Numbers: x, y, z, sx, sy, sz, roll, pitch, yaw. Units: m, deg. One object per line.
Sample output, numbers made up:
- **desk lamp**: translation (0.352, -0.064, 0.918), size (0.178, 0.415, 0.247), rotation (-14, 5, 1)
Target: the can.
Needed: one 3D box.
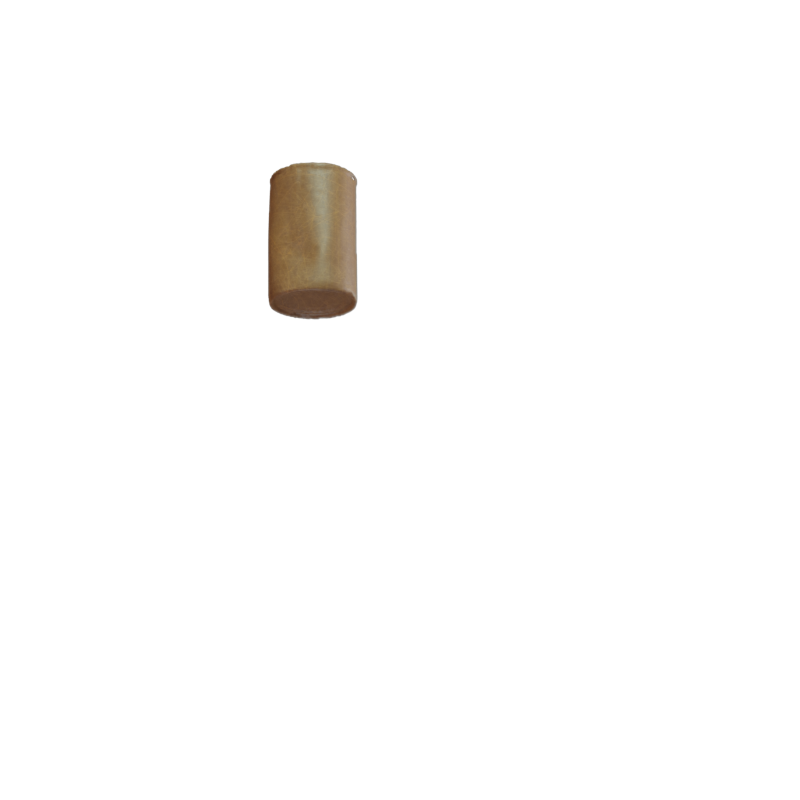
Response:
- **can**: translation (-0.066, -0.120, 0.838), size (0.068, 0.107, 0.065), rotation (0, -21, -2)
